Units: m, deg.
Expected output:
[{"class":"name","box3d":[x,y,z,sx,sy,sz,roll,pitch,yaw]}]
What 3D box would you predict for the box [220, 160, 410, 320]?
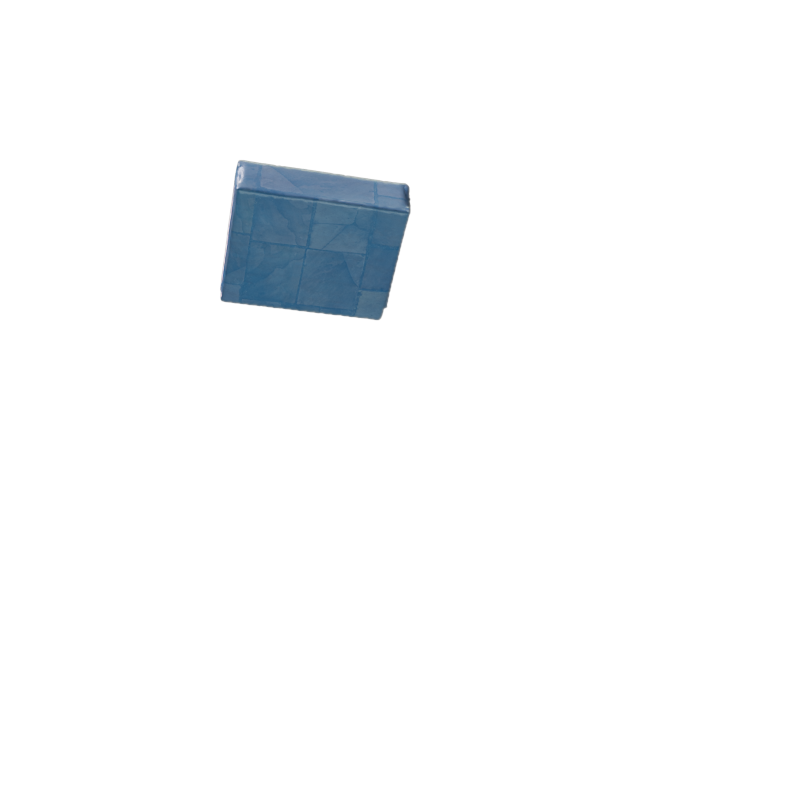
[{"class":"box","box3d":[-0.045,-0.082,0.572,0.088,0.069,0.032,7,40,-7]}]
